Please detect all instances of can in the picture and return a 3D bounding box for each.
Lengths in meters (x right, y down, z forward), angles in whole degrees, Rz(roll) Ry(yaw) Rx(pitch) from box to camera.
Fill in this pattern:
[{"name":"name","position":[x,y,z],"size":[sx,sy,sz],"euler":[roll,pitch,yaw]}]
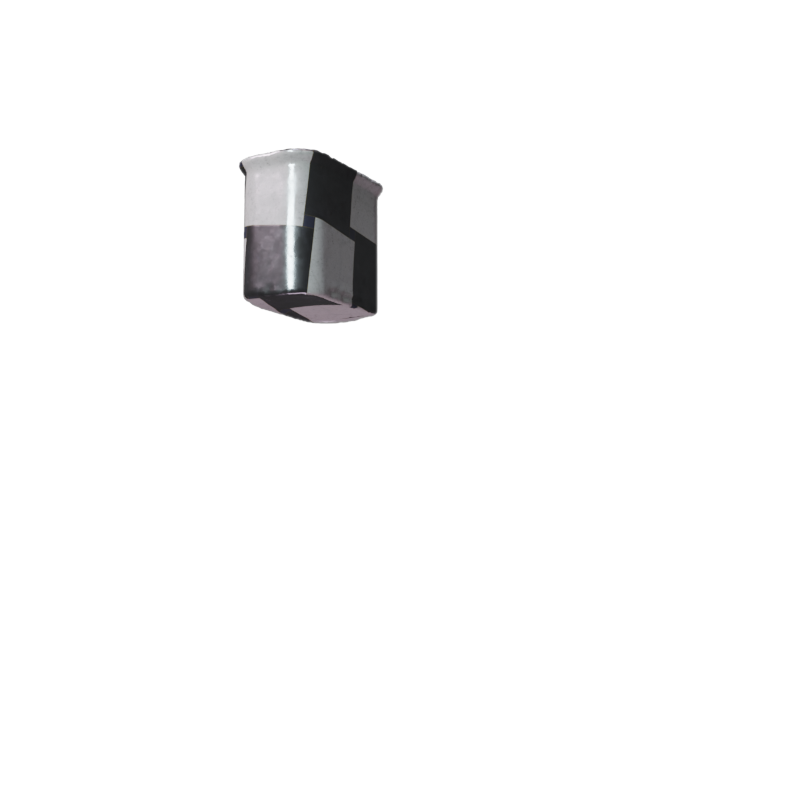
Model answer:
[{"name":"can","position":[-0.052,-0.095,0.666],"size":[0.059,0.086,0.097],"euler":[-7,-11,28]}]
